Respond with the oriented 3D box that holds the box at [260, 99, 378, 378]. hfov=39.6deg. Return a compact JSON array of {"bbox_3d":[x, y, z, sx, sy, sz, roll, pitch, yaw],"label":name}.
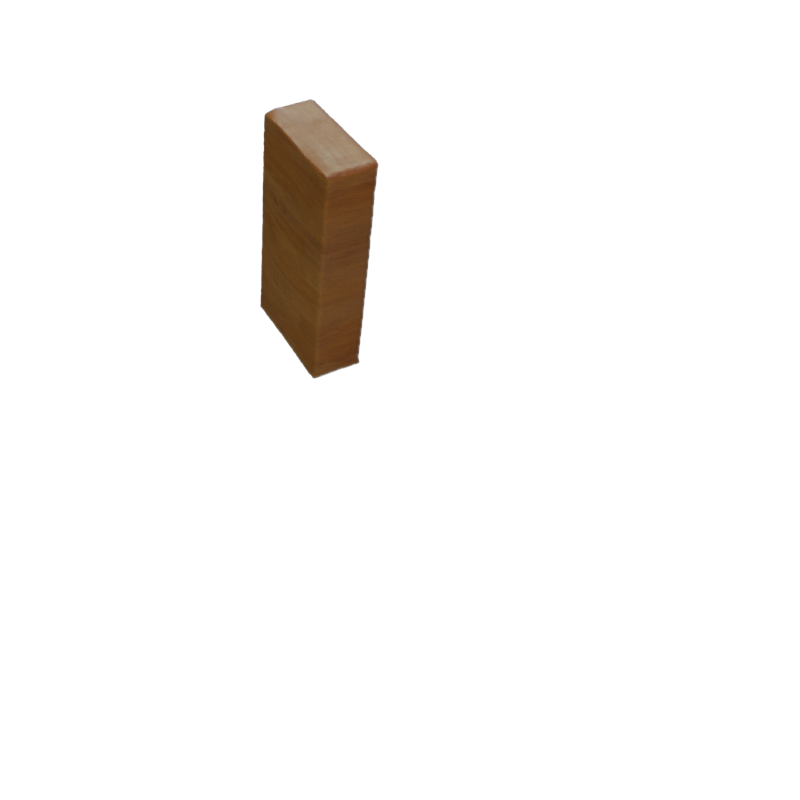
[{"bbox_3d":[-0.061,-0.111,0.778,0.047,0.164,0.101,-19,46,-23],"label":"box"}]
